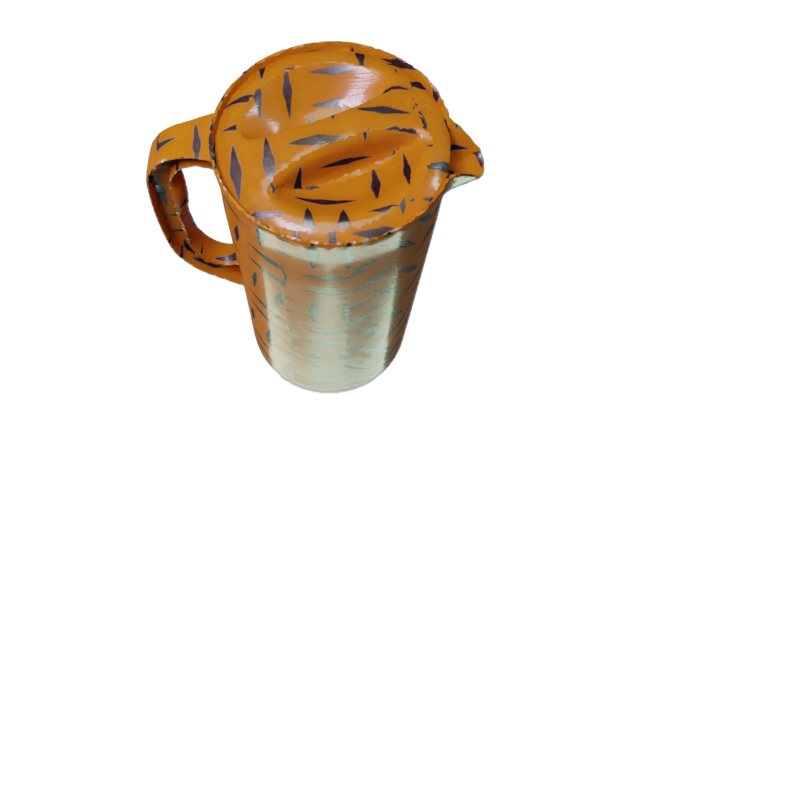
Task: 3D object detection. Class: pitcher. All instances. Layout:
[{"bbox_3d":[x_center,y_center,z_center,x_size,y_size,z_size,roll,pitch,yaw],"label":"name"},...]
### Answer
[{"bbox_3d":[-0.054,-0.099,0.692,0.146,0.157,0.229,-40,-17,-19],"label":"pitcher"}]
